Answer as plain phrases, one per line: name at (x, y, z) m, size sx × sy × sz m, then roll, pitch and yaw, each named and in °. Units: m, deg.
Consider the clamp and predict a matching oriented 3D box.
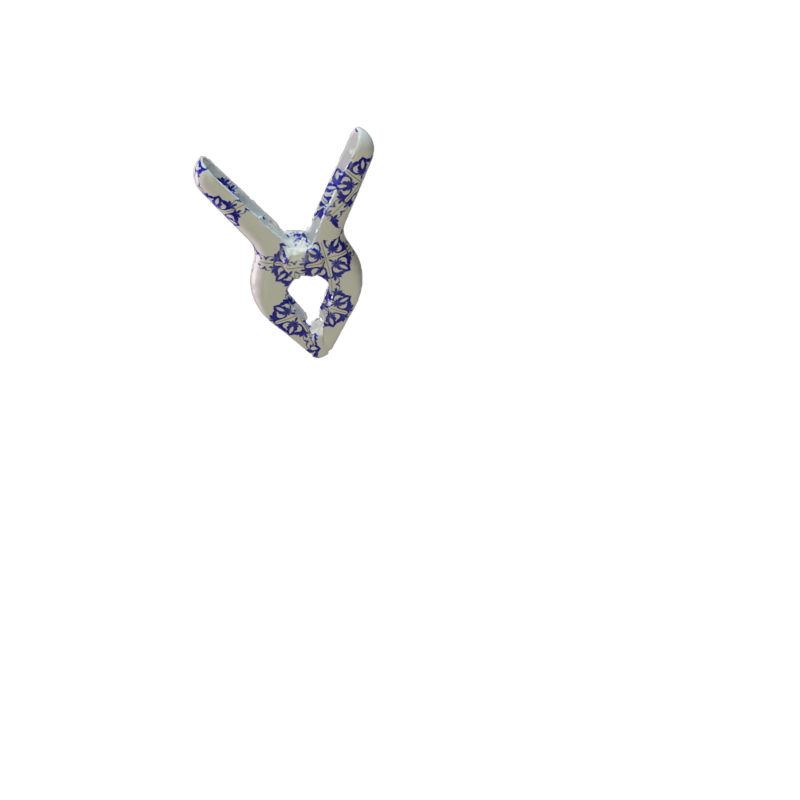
clamp at (-0.060, -0.110, 0.768) m, size 0.121 × 0.159 × 0.042 m, roll -14°, pitch 34°, yaw 9°
